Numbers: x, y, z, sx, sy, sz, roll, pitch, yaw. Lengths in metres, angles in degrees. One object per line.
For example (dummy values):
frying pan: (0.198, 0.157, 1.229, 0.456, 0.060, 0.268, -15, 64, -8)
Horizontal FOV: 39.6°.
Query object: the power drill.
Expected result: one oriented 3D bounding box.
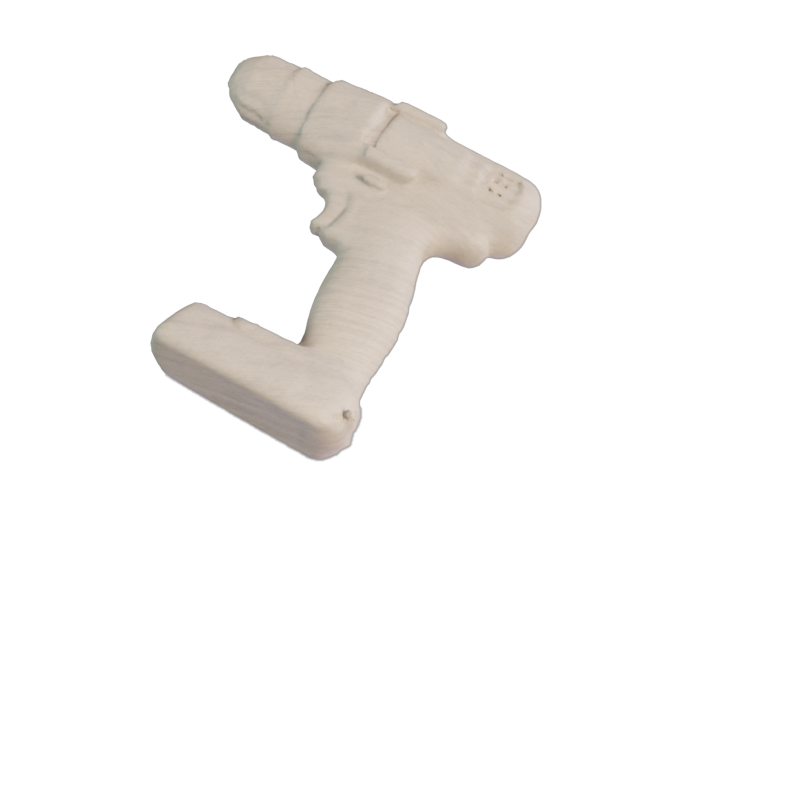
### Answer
power drill: (-0.044, -0.081, 0.565, 0.190, 0.193, 0.054, 27, -24, 13)
